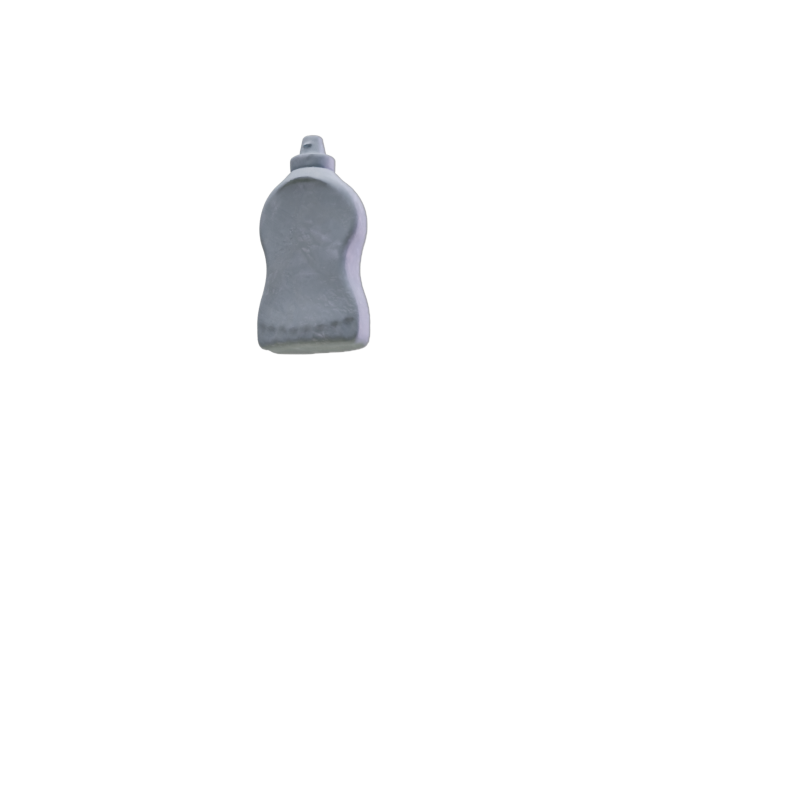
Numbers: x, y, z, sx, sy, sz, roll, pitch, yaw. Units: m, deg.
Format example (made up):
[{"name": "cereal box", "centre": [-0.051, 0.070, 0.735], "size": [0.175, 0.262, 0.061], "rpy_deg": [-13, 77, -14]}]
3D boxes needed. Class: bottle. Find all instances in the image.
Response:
[{"name": "bottle", "centre": [-0.076, -0.139, 0.972], "size": [0.098, 0.198, 0.055], "rpy_deg": [-6, -14, 22]}]
